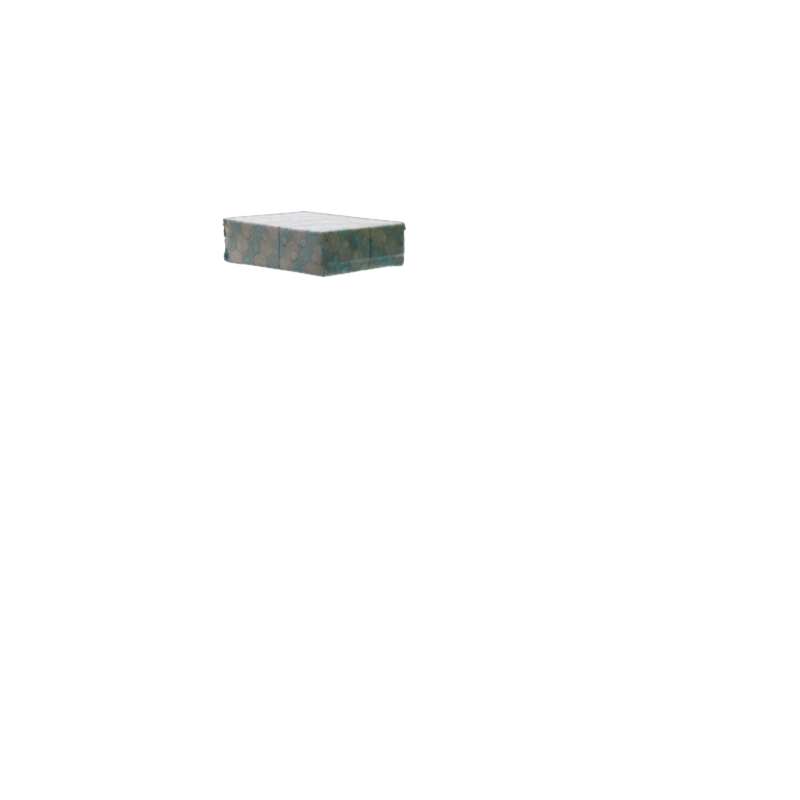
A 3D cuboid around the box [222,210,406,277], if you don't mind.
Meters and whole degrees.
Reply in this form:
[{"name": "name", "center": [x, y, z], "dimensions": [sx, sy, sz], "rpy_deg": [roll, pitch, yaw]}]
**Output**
[{"name": "box", "center": [-0.066, -0.121, 0.847], "dimensions": [0.119, 0.038, 0.087], "rpy_deg": [11, 16, 41]}]
